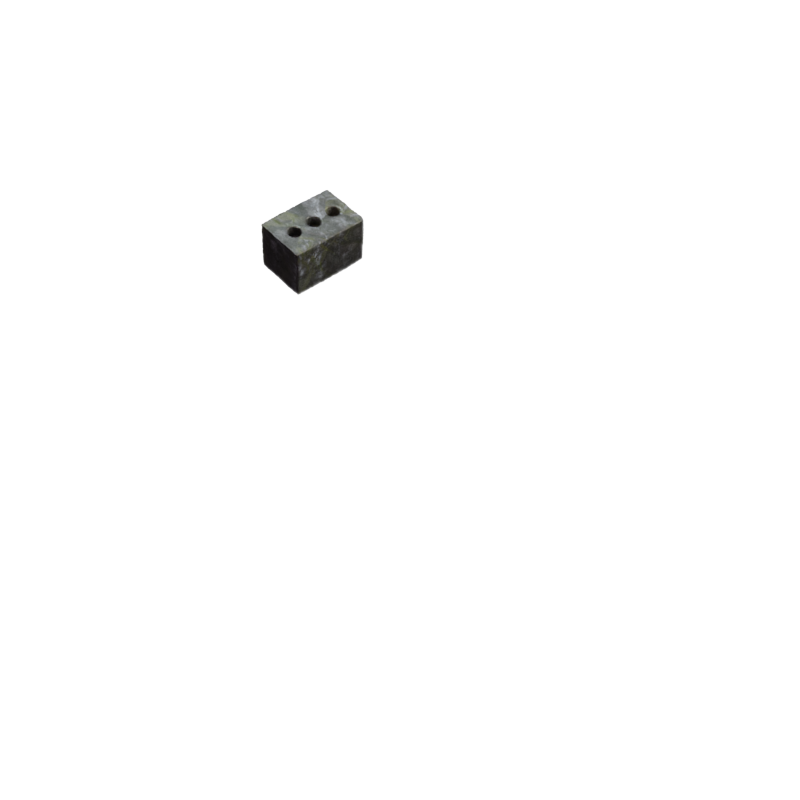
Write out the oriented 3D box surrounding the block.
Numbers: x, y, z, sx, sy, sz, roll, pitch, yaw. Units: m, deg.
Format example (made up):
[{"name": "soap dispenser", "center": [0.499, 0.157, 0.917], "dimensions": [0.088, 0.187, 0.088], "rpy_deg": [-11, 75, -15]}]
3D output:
[{"name": "block", "center": [-0.078, -0.142, 0.994], "dimensions": [0.078, 0.048, 0.056], "rpy_deg": [-33, 56, -27]}]
